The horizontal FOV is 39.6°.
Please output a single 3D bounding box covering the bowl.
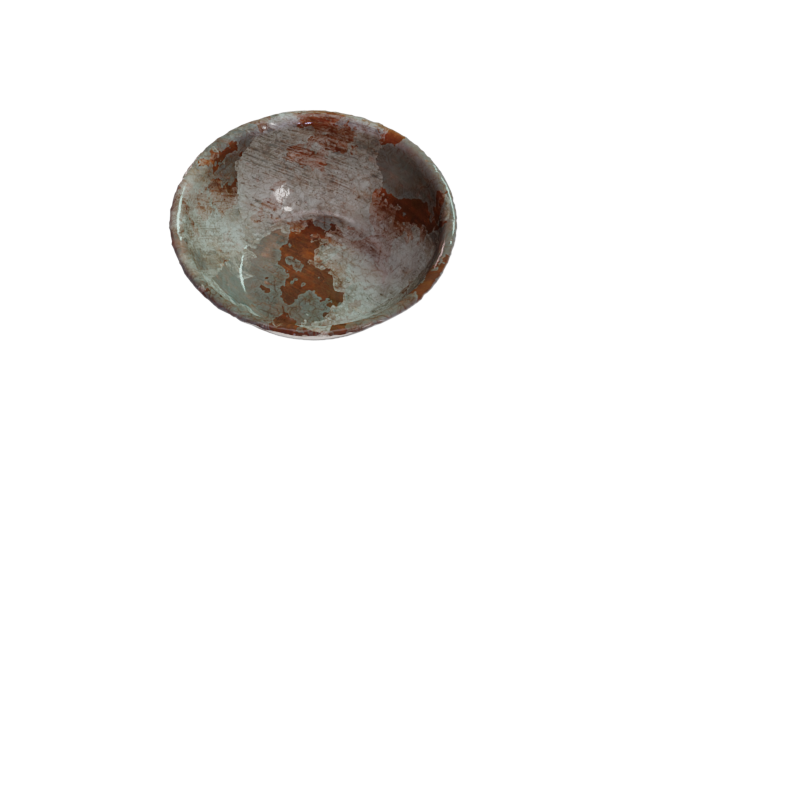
[{"bbox_3d":[-0.050,-0.092,0.642,0.162,0.173,0.051,-1,-35,-1],"label":"bowl"}]
